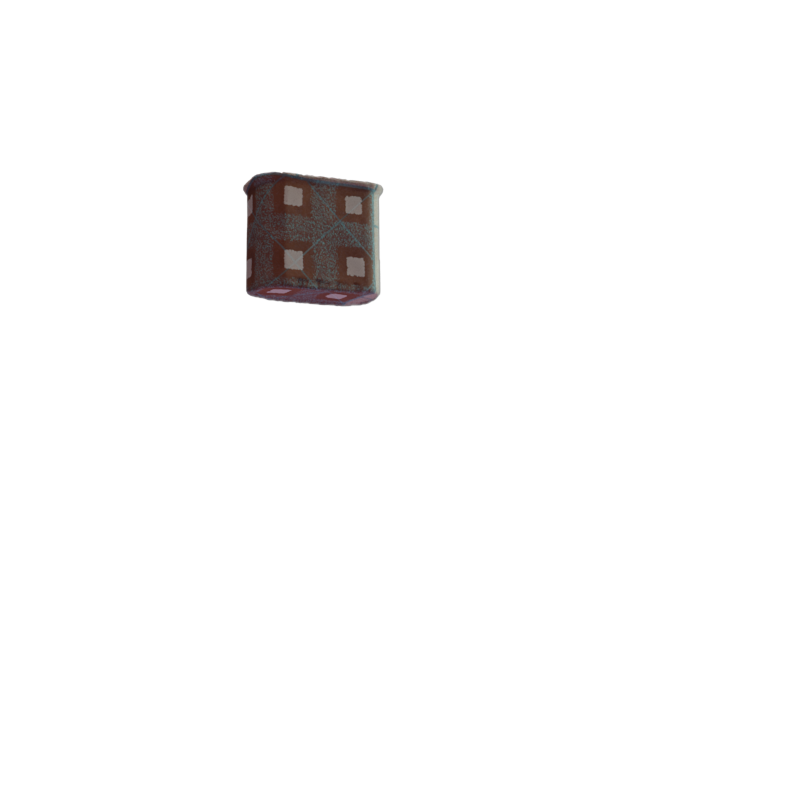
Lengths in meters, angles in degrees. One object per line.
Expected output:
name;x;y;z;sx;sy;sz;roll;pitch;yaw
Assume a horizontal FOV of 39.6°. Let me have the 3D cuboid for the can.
can;-0.064;-0.116;0.814;0.099;0.086;0.057;4;-12;-22
